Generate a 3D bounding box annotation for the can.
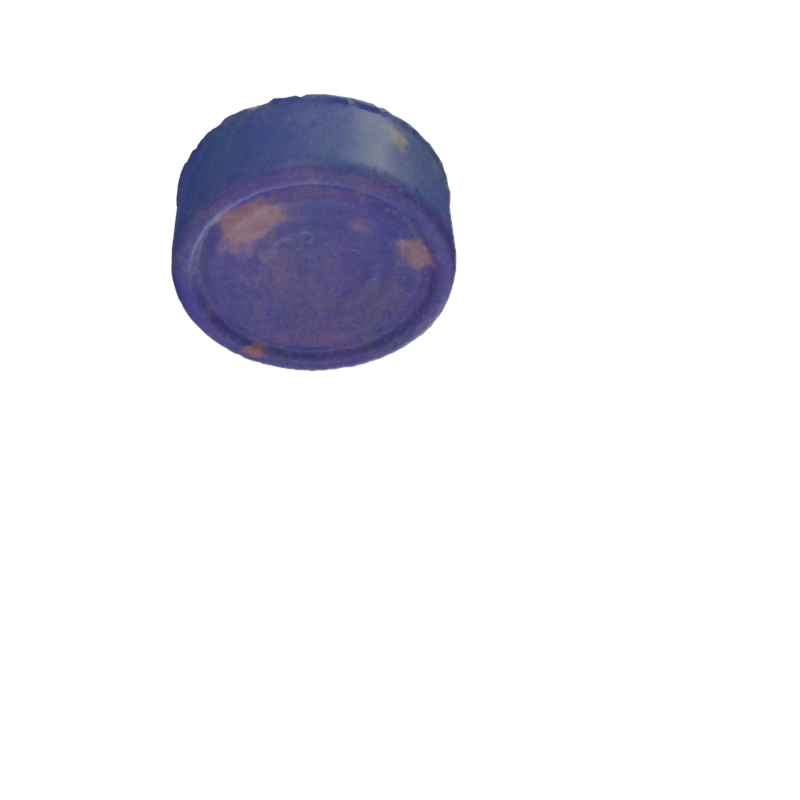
[{"bbox_3d":[-0.026,-0.048,0.336,0.086,0.036,0.080,1,-44,-1],"label":"can"}]
